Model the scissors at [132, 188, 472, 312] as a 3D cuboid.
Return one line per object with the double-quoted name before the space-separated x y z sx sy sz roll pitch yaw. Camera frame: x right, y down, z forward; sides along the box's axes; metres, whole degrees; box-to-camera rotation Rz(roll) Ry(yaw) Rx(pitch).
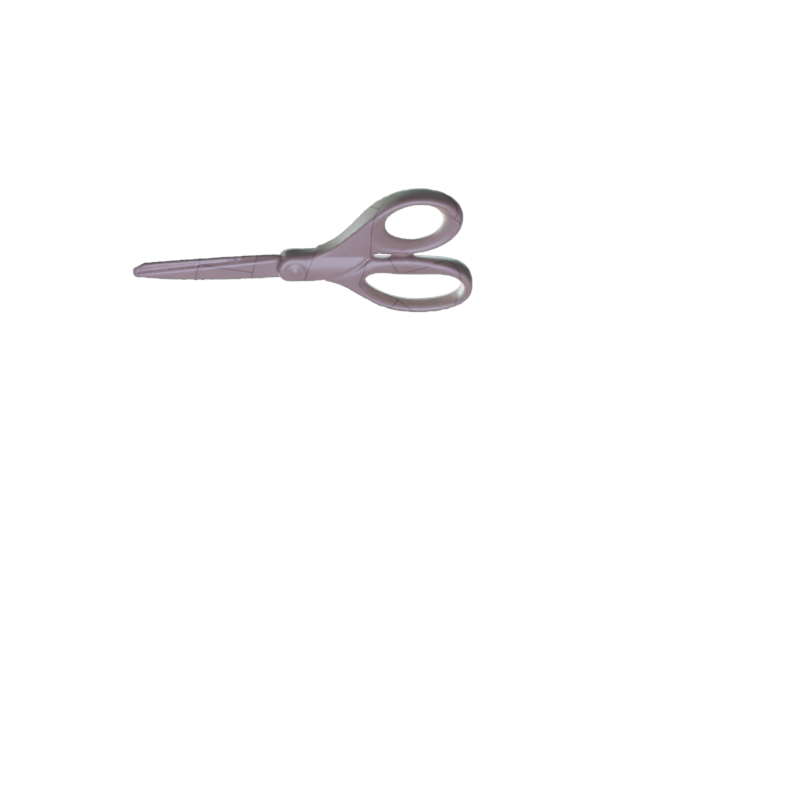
"scissors" -0.051 -0.093 0.649 0.199 0.091 0.017 9 41 -8
